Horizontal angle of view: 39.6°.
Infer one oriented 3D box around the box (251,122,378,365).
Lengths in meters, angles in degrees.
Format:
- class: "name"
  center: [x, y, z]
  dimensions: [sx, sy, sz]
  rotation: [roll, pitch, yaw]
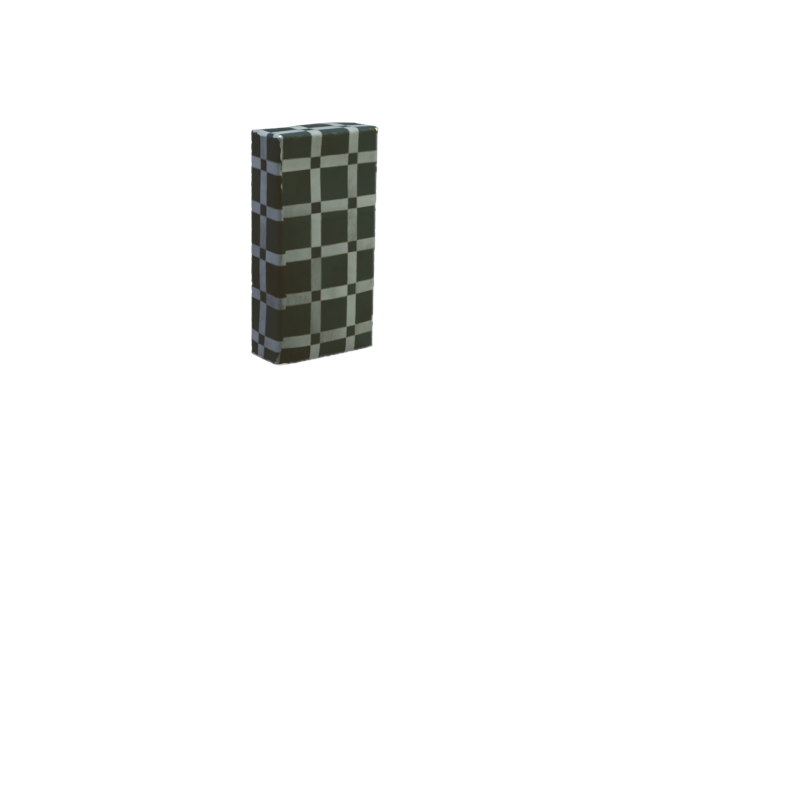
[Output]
- class: "box"
  center: [-0.066, -0.121, 0.844]
  dimensions: [0.091, 0.171, 0.051]
  rotation: [-10, 17, -36]
